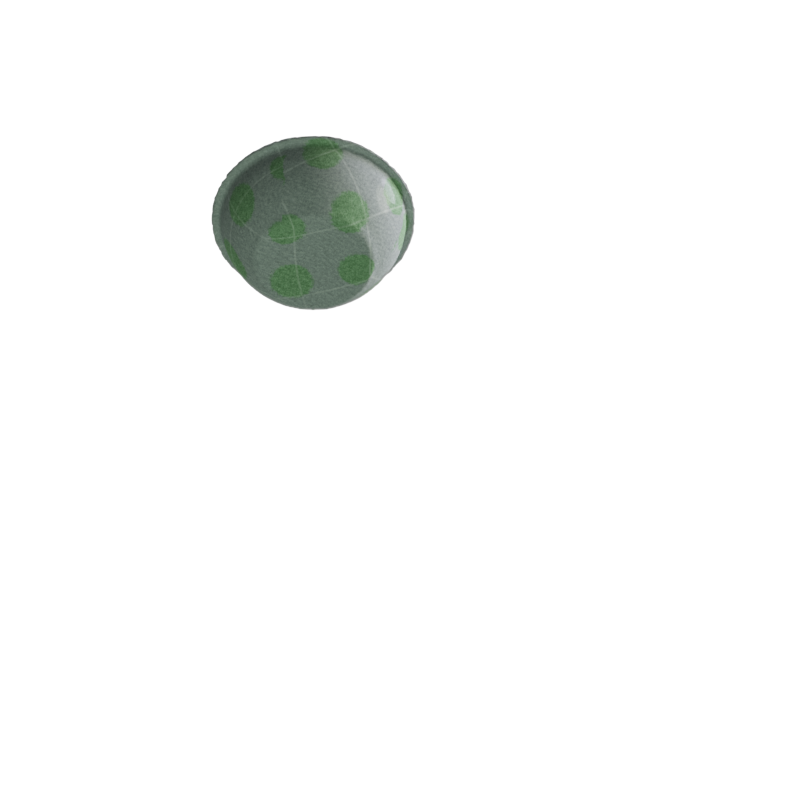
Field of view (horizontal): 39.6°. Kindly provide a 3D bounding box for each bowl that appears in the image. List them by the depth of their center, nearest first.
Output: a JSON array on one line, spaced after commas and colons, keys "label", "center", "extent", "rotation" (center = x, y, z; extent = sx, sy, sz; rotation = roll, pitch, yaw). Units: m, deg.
[{"label": "bowl", "center": [-0.067, -0.123, 0.861], "extent": [0.162, 0.151, 0.059], "rotation": [1, 41, -1]}]
